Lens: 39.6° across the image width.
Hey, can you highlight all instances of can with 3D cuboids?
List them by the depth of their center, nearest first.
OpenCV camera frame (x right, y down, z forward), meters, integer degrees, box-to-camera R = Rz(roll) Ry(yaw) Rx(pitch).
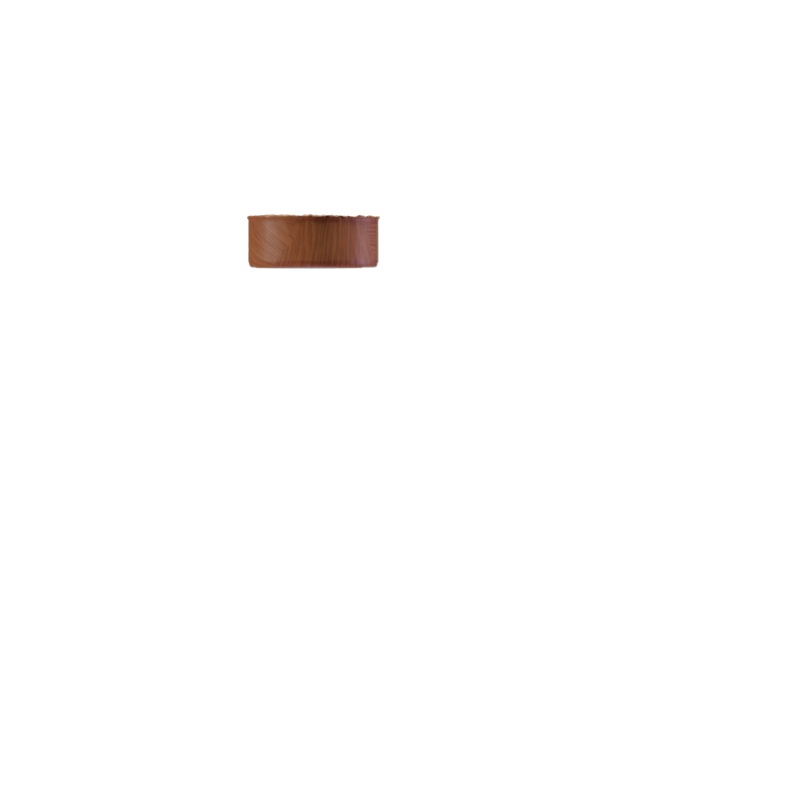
[{"bbox_3d":[-0.056,-0.102,0.718,0.086,0.033,0.087,0,7,-2],"label":"can"}]
